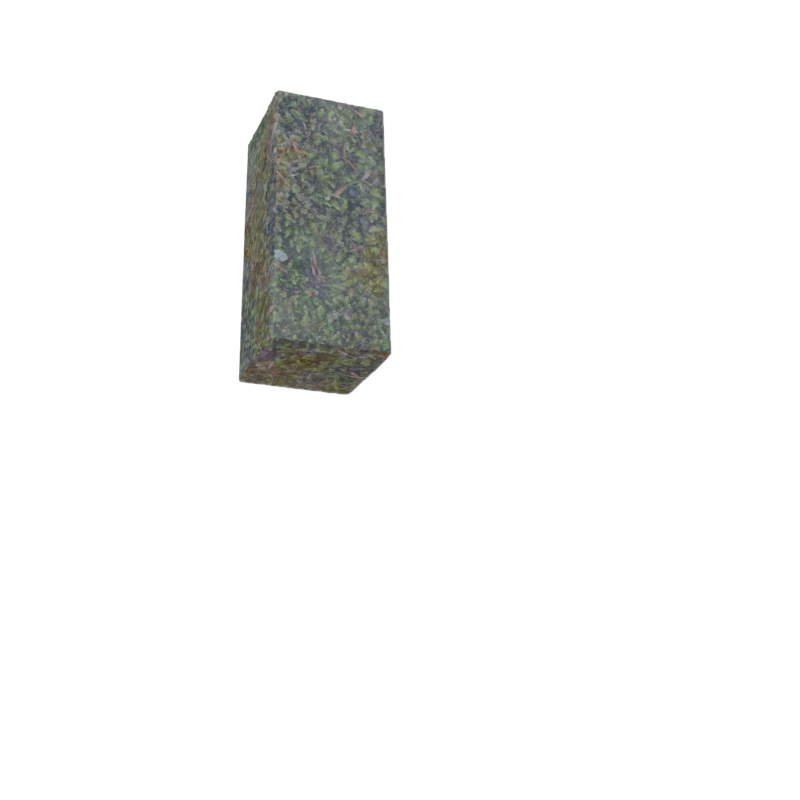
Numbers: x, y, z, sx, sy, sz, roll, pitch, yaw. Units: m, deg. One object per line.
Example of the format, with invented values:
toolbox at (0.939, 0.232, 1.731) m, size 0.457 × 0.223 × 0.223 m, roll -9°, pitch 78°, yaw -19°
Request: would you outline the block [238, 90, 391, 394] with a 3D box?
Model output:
block at (-0.066, -0.120, 0.844) m, size 0.088 × 0.218 × 0.088 m, roll 8°, pitch -28°, yaw -19°
